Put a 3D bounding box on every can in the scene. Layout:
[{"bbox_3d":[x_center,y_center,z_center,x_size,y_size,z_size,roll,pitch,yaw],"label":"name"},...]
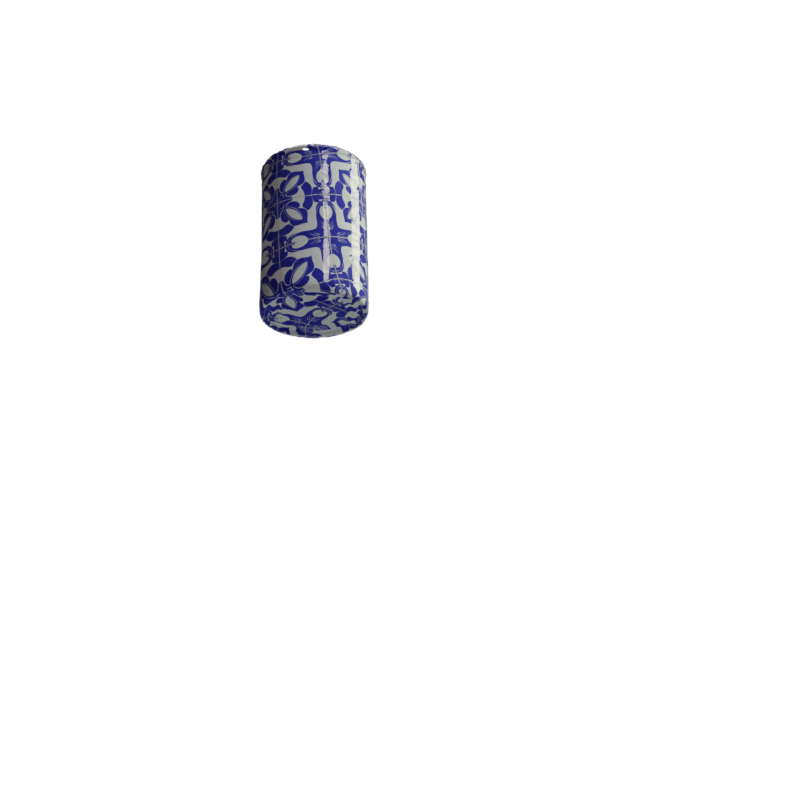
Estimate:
[{"bbox_3d":[-0.054,-0.098,0.687,0.068,0.109,0.065,0,-28,-2],"label":"can"}]
